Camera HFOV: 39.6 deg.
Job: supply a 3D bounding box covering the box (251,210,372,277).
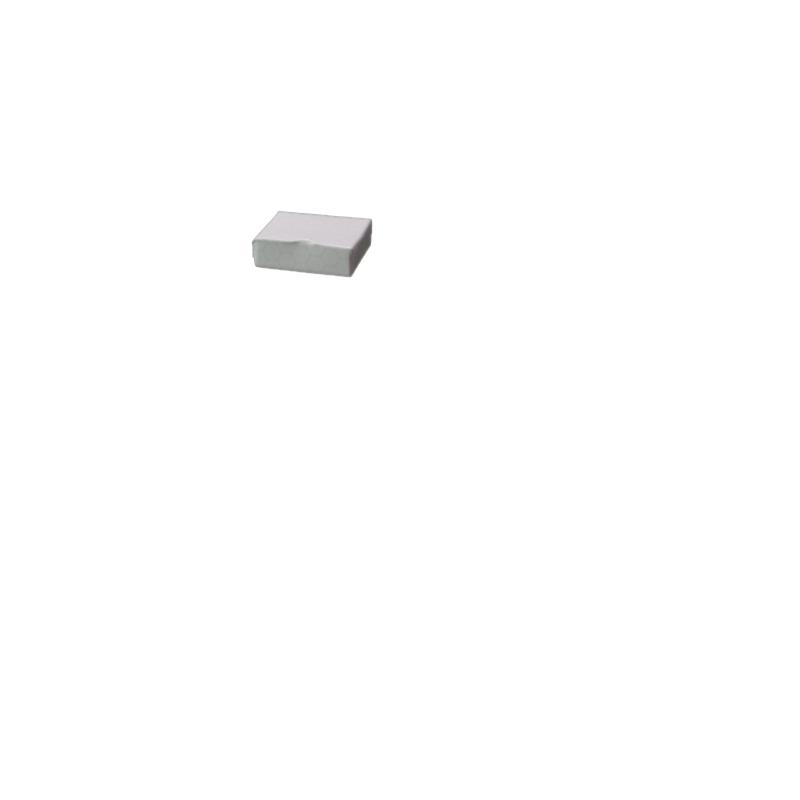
[{"bbox_3d":[-0.075,-0.137,0.960,0.091,0.029,0.075,7,28,13],"label":"box"}]
